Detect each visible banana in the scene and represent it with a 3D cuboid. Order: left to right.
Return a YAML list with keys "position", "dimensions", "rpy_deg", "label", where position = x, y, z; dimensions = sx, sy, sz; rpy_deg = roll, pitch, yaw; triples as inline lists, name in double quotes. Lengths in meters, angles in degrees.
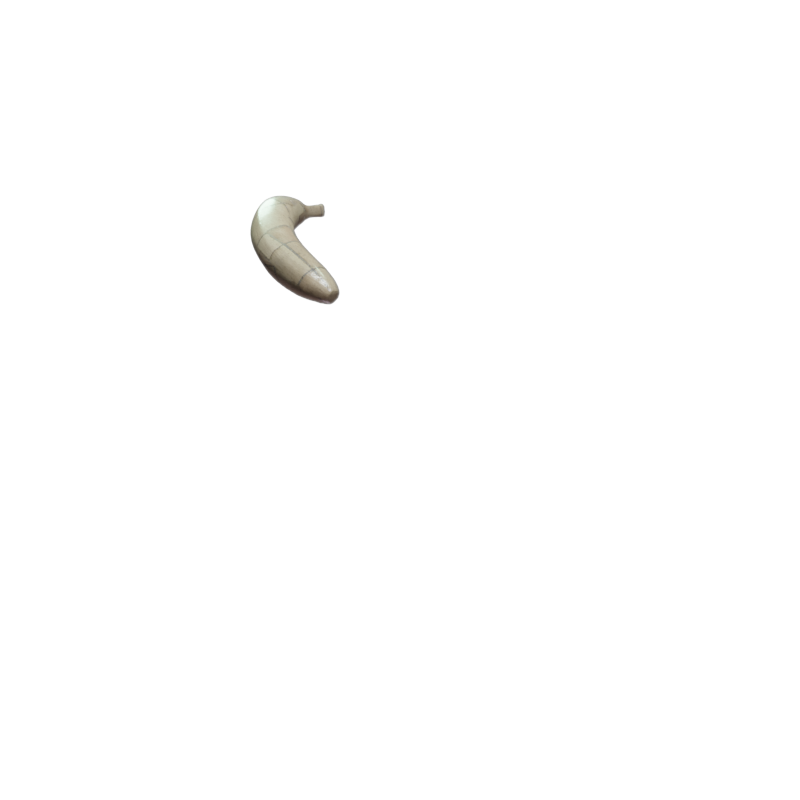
- position: [-0.092, -0.136, 0.943]
  dimensions: [0.069, 0.035, 0.211]
  rpy_deg: [-3, 31, -5]
  label: "banana"
